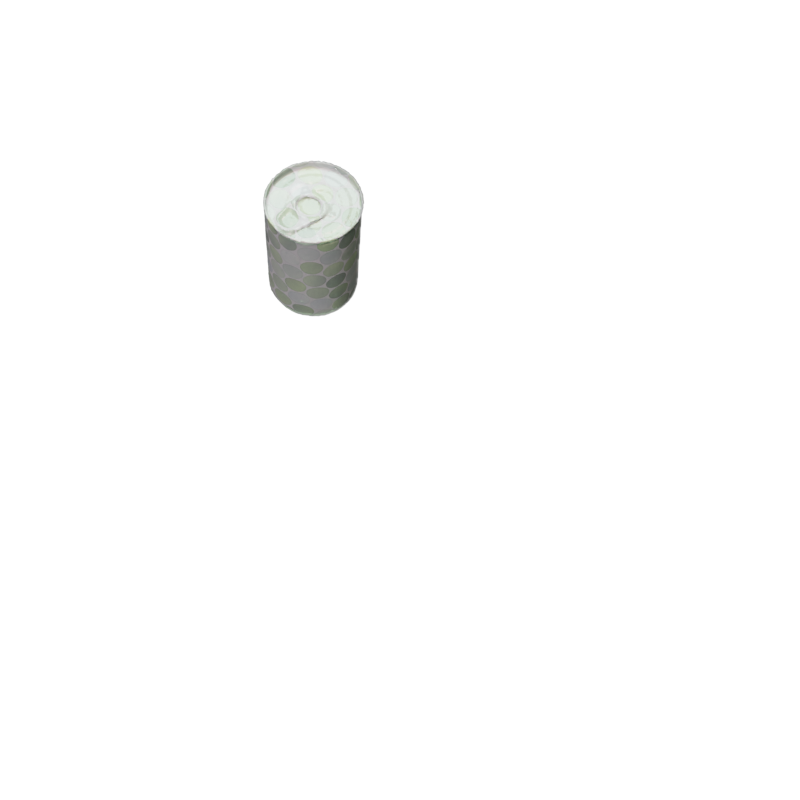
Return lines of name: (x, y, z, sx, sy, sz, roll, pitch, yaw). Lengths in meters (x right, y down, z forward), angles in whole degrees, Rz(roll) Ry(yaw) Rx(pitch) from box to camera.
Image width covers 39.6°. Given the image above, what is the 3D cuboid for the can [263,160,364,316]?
can: (-0.062, -0.112, 0.788, 0.068, 0.073, 0.096, 0, -29, -3)
